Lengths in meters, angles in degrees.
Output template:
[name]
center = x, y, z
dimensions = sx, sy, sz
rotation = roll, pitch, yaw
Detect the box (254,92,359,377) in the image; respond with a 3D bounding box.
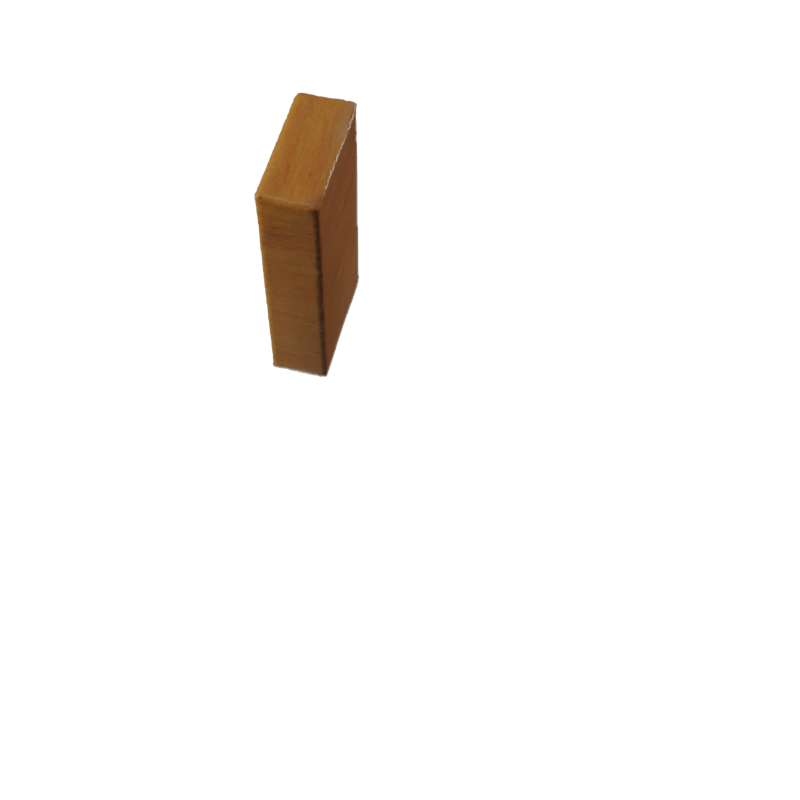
[box]
center = -0.056, -0.102, 0.719
dimensions = 0.049, 0.098, 0.165
rotation = 13, -34, 4
